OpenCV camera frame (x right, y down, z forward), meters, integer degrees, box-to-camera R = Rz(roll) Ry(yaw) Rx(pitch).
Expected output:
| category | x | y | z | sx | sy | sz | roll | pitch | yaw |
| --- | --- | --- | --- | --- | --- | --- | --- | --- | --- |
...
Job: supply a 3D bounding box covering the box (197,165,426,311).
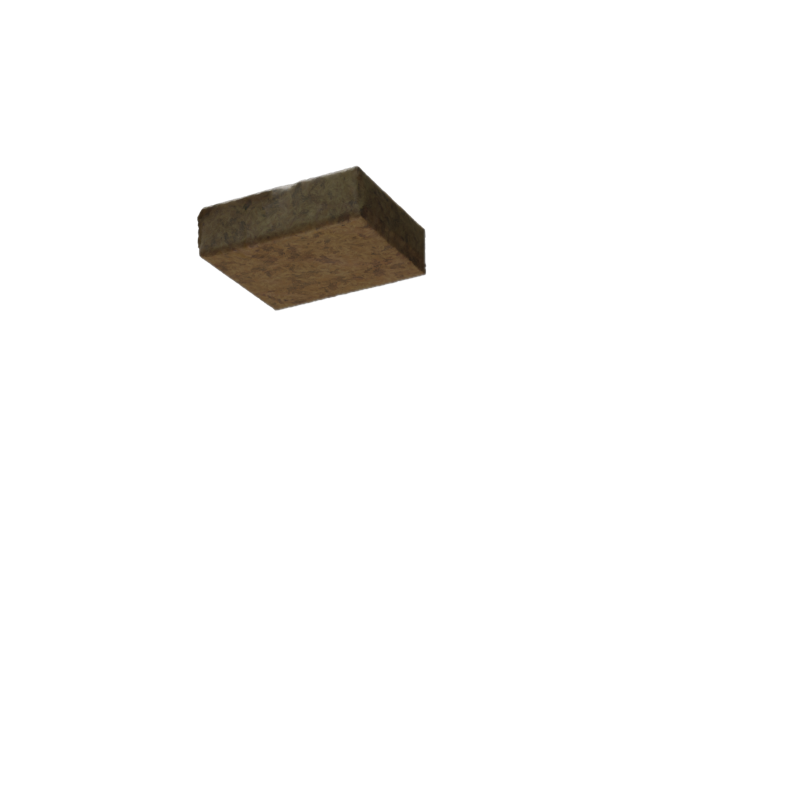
| category | x | y | z | sx | sy | sz | roll | pitch | yaw |
| --- | --- | --- | --- | --- | --- | --- | --- | --- | --- |
| box | -0.042 | -0.077 | 0.537 | 0.091 | 0.032 | 0.068 | -10 | -23 | 25 |
